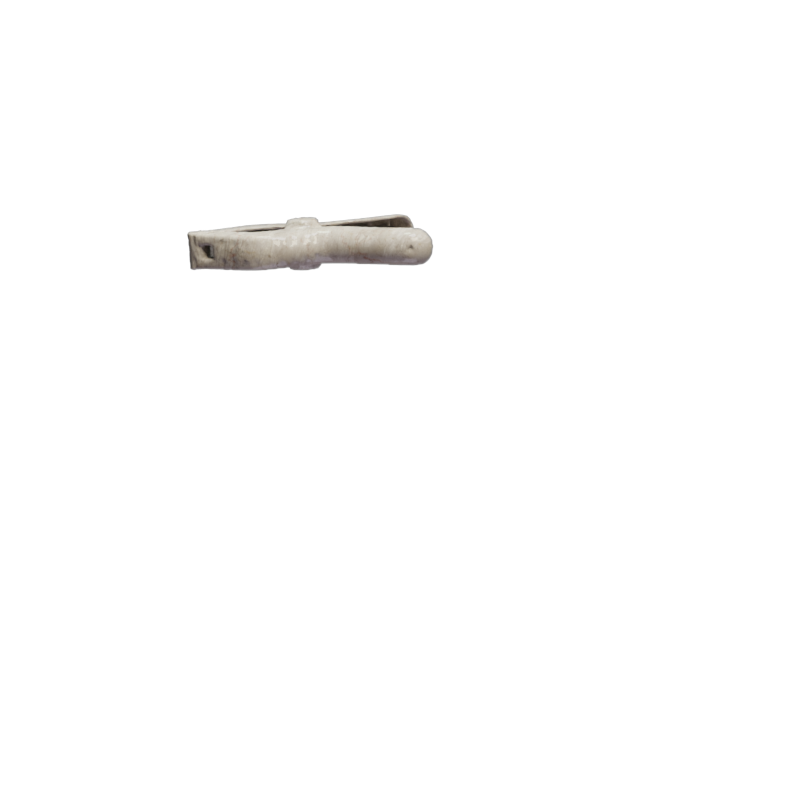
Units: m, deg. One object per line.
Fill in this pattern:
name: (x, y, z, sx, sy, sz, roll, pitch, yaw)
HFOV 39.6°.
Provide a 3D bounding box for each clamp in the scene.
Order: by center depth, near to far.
clamp: (-0.062, -0.113, 0.792, 0.173, 0.039, 0.121, 1, 9, 5)
